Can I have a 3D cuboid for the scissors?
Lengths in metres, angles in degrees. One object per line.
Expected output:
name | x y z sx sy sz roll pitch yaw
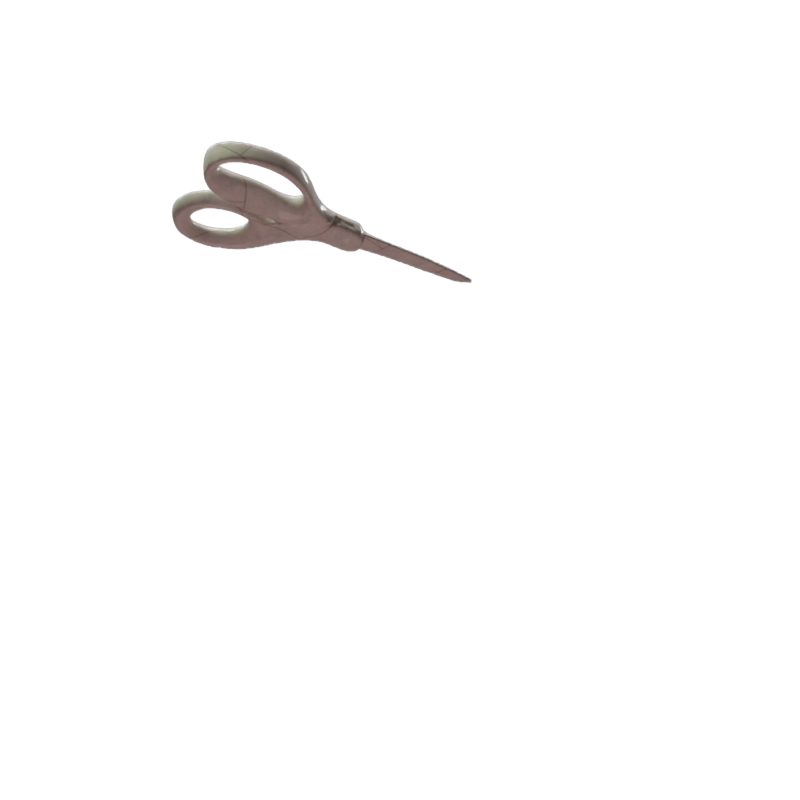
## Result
scissors | -0.052 -0.095 0.668 0.097 0.017 0.188 -21 -34 34
